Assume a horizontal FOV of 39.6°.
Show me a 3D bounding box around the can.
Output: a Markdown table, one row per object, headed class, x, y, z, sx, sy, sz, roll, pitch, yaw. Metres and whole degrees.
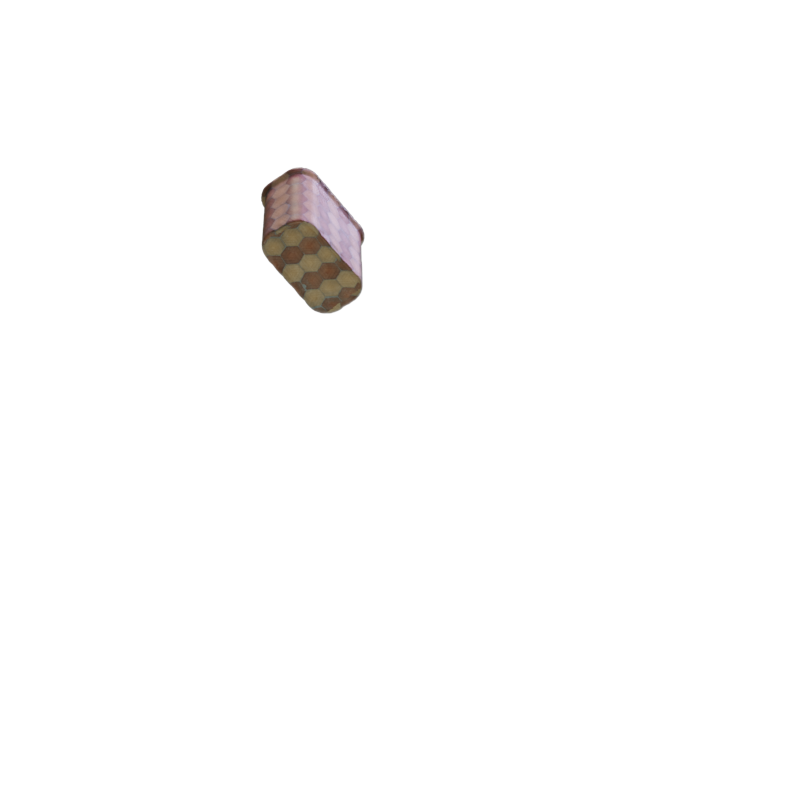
| class | x | y | z | sx | sy | sz | roll | pitch | yaw |
| --- | --- | --- | --- | --- | --- | --- | --- | --- | --- |
| can | -0.074 | -0.136 | 0.951 | 0.057 | 0.095 | 0.090 | -31 | 32 | 19 |
